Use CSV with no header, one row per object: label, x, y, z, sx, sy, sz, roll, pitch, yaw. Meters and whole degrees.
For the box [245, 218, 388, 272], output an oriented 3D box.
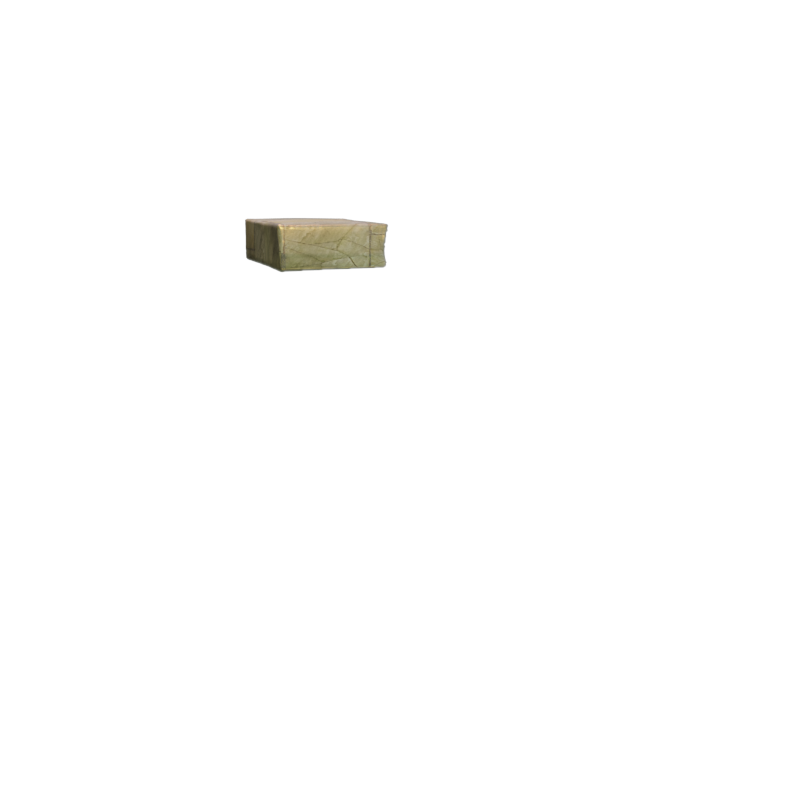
box,-0.071,-0.129,0.900,0.088,0.038,0.118,-4,13,-19
